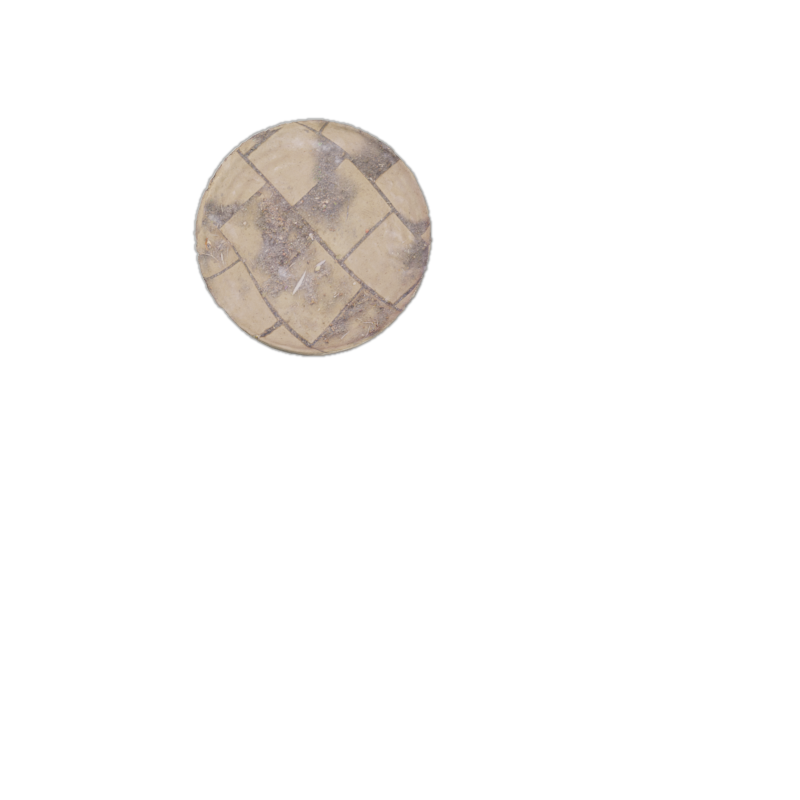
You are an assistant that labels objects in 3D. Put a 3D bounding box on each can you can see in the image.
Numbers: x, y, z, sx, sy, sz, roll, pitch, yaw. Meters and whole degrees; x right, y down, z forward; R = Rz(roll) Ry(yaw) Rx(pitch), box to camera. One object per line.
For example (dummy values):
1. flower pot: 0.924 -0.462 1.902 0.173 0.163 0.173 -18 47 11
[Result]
1. can: -0.033 -0.059 0.416 0.086 0.088 0.033 0 -9 -1
